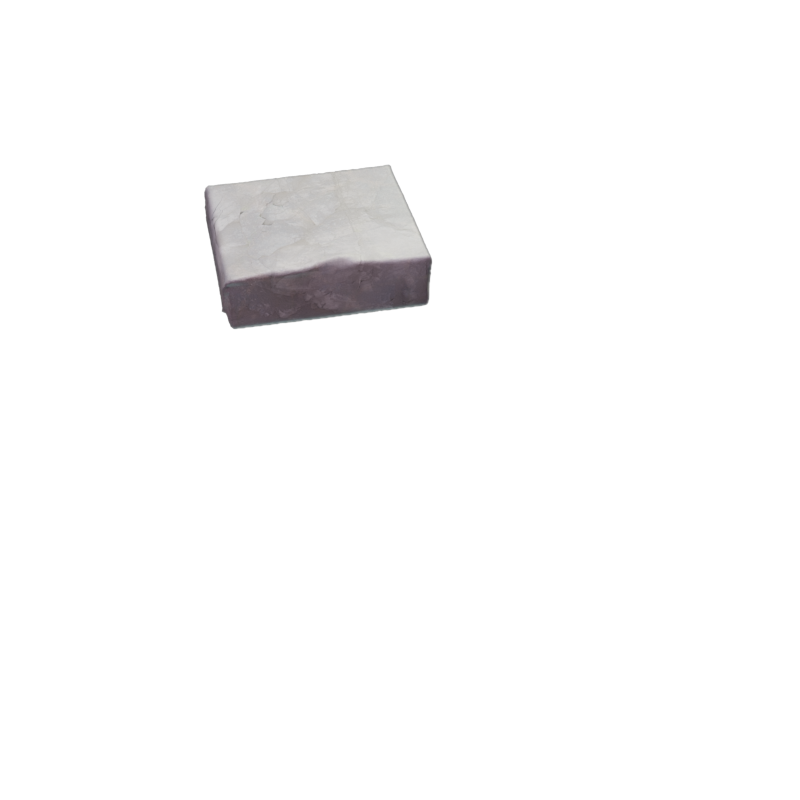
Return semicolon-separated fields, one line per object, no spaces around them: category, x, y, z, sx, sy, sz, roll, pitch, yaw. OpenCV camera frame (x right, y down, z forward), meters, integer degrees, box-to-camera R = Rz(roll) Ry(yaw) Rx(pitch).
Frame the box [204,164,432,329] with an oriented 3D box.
box;-0.038;-0.070;0.488;0.088;0.028;0.079;-8;42;-9
